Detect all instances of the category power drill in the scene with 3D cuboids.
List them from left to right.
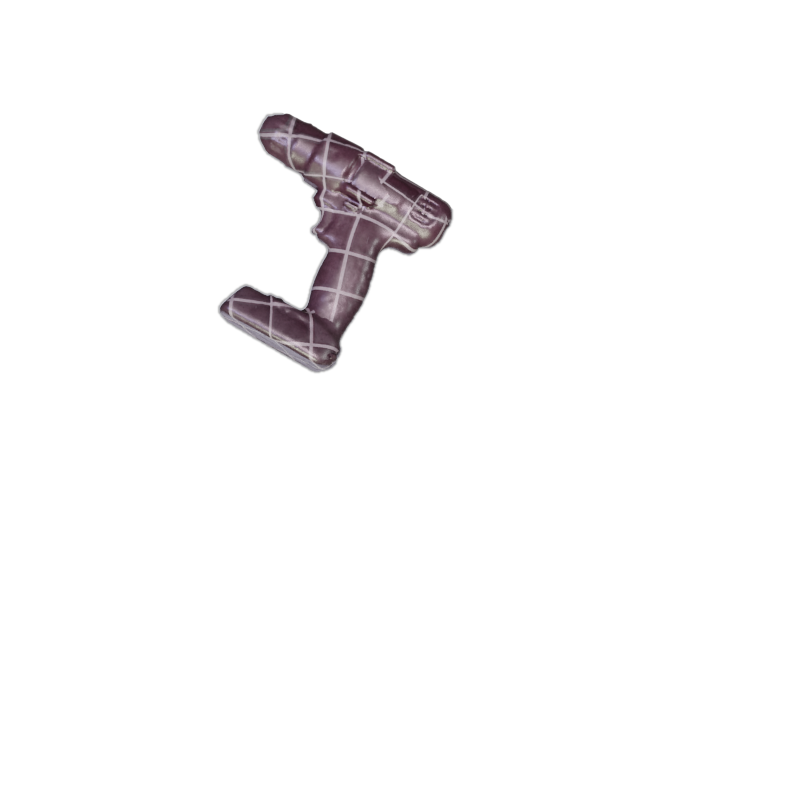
[{"bbox_3d":[-0.073,-0.134,0.937,0.188,0.191,0.055,30,-12,7],"label":"power drill"}]
